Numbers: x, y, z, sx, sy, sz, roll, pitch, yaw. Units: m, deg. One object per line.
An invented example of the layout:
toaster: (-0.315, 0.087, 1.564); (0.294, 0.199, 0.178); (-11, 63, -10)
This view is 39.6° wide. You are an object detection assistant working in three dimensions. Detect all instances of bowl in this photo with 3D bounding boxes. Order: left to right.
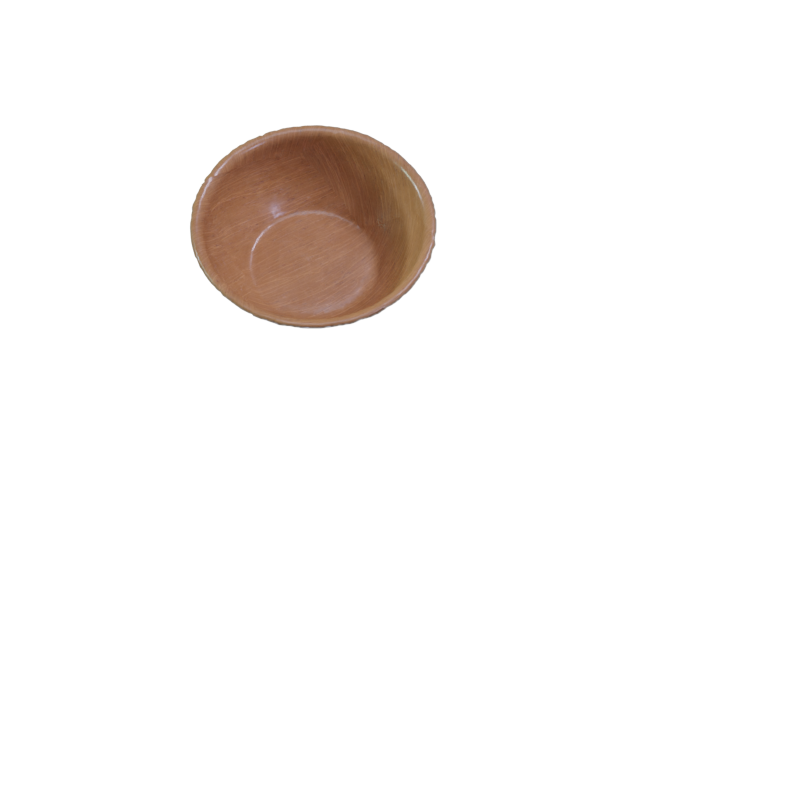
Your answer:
bowl: (-0.059, -0.107, 0.748); (0.162, 0.173, 0.052); (-1, -31, -1)
